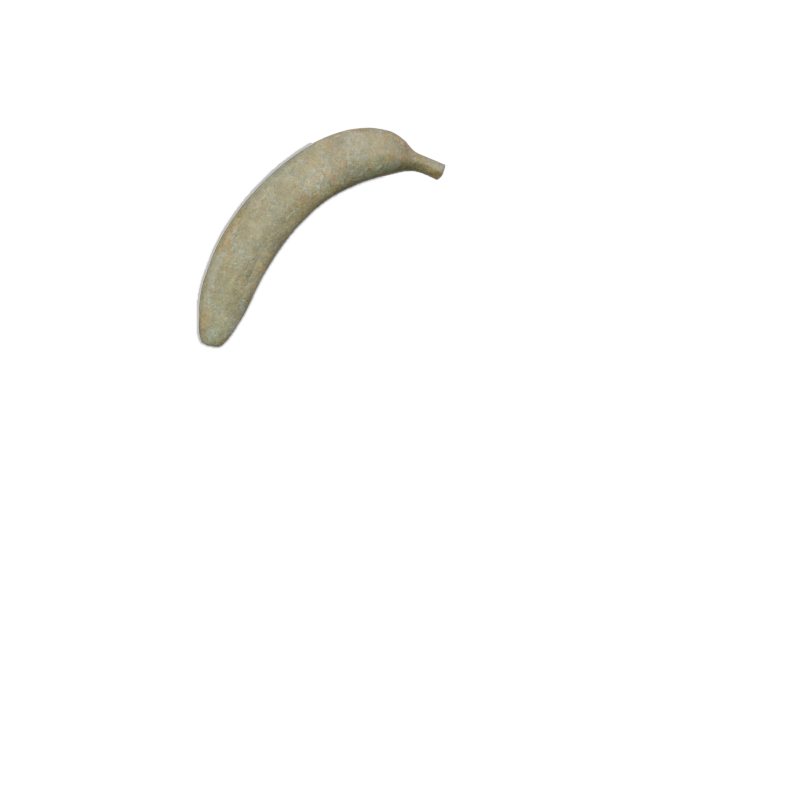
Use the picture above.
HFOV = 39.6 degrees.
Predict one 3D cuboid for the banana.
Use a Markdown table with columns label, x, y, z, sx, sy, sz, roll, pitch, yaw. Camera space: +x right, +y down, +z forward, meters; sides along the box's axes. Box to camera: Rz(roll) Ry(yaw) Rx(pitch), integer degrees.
| label | x | y | z | sx | sy | sz | roll | pitch | yaw |
| --- | --- | --- | --- | --- | --- | --- | --- | --- | --- |
| banana | -0.064 | -0.118 | 0.713 | 0.198 | 0.072 | 0.036 | -39 | -10 | -9 |
